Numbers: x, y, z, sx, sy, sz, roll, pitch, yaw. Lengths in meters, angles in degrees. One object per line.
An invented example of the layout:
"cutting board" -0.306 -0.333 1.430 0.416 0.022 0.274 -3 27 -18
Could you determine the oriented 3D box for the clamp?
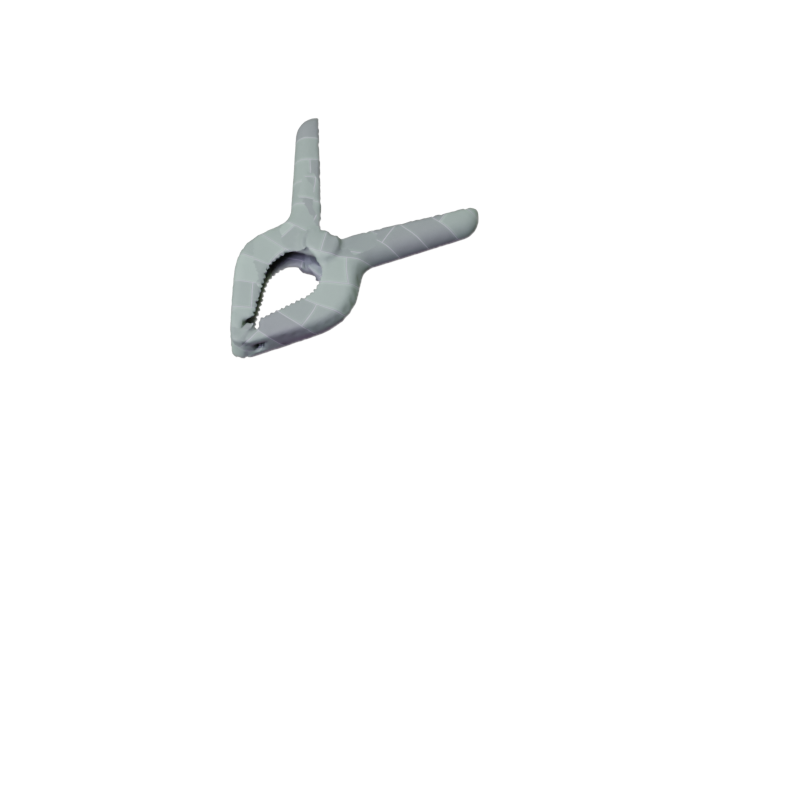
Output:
"clamp" -0.066 -0.119 0.837 0.173 0.213 0.034 37 -25 20
